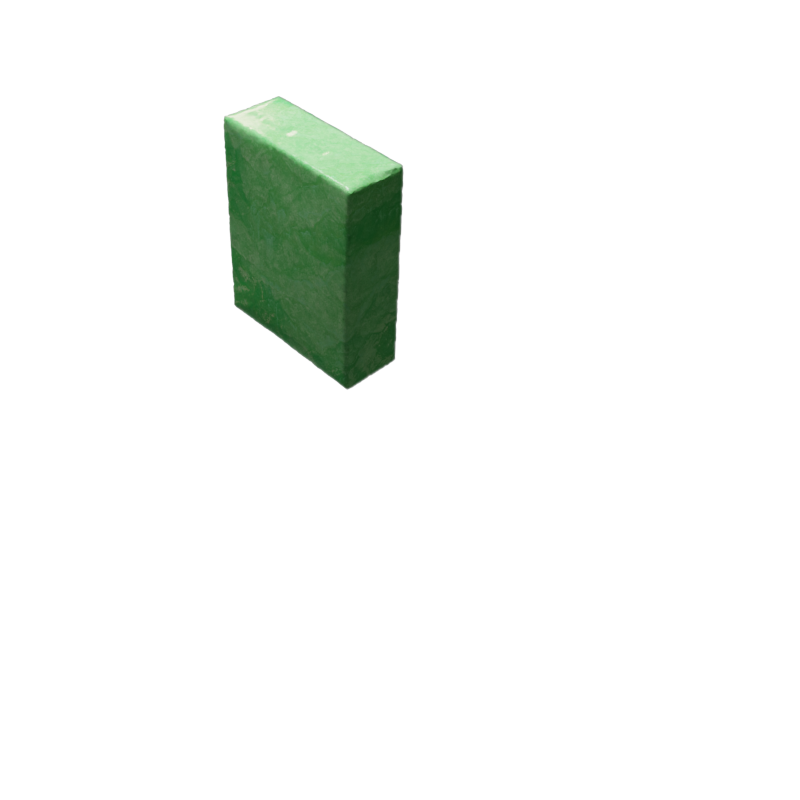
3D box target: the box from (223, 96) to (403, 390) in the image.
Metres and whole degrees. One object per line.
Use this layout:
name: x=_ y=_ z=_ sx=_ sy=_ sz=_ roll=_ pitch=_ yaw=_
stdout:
box: x=-0.077 y=-0.141 z=0.986 sx=0.072 sy=0.200 sz=0.176 roll=-28 pitch=48 yaw=-33
